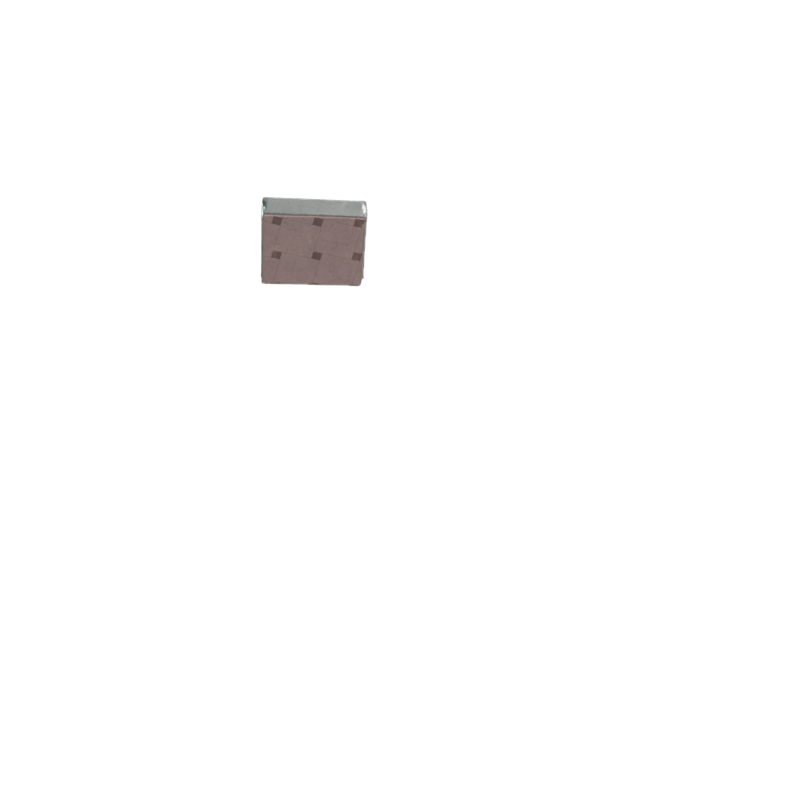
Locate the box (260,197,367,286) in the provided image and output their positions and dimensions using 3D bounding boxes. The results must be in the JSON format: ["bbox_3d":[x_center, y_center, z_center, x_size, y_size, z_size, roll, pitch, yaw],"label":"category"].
[{"bbox_3d":[-0.074,-0.135,0.945,0.089,0.068,0.032,2,38,-2],"label":"box"}]
